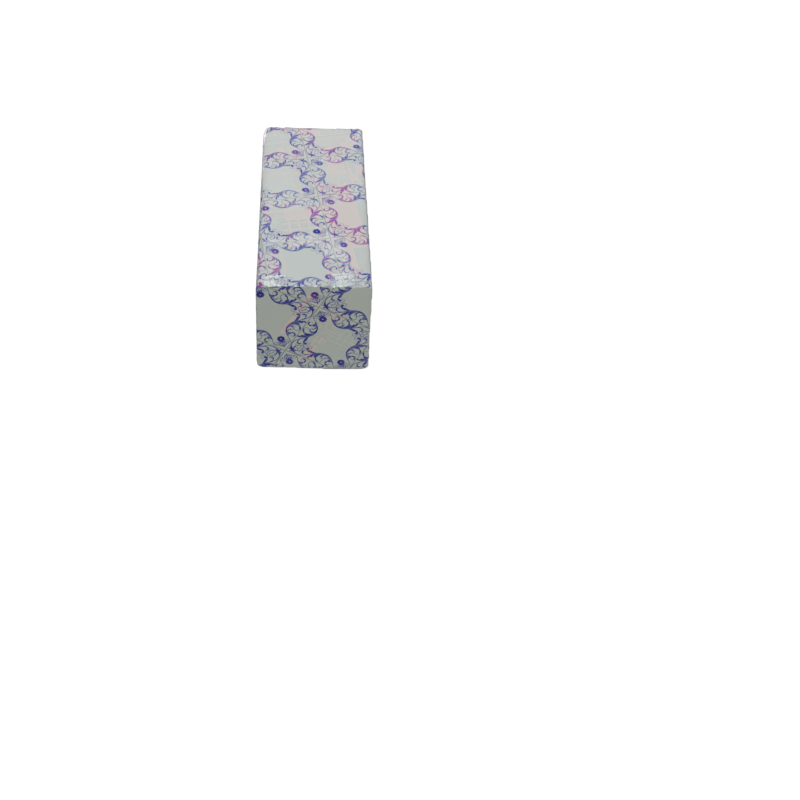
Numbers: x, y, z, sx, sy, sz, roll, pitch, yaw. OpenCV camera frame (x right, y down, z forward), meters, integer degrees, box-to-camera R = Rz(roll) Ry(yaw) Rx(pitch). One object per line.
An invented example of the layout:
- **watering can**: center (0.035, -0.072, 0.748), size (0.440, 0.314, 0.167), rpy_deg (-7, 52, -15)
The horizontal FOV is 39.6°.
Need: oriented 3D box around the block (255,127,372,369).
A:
- **block**: center (-0.073, -0.132, 0.926), size (0.090, 0.085, 0.221), rpy_deg (0, 45, -4)
